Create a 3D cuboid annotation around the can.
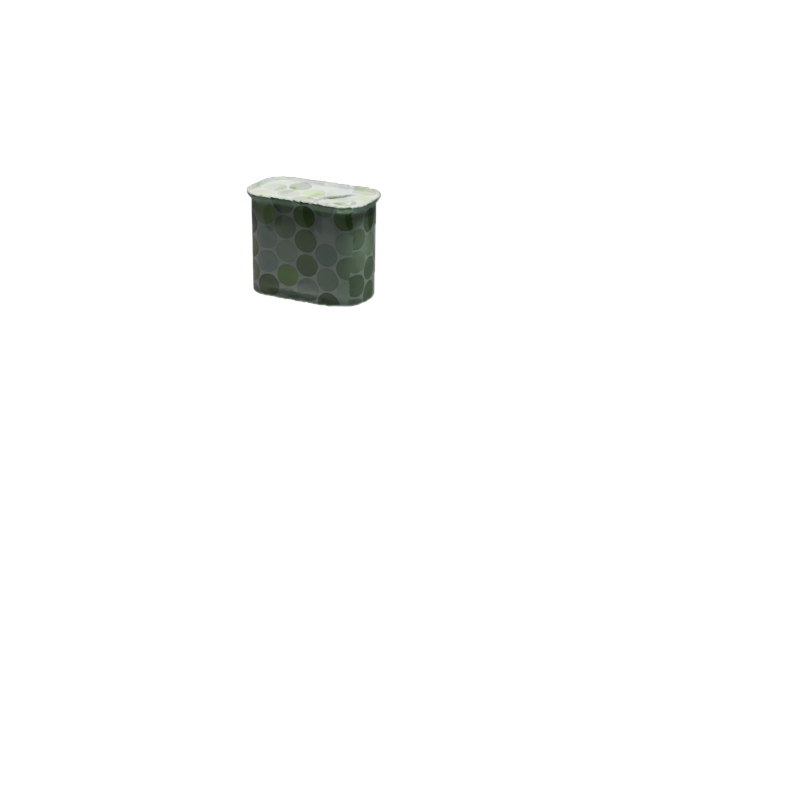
[{"bbox_3d":[-0.068,-0.124,0.866,0.106,0.080,0.058,12,24,24],"label":"can"}]
